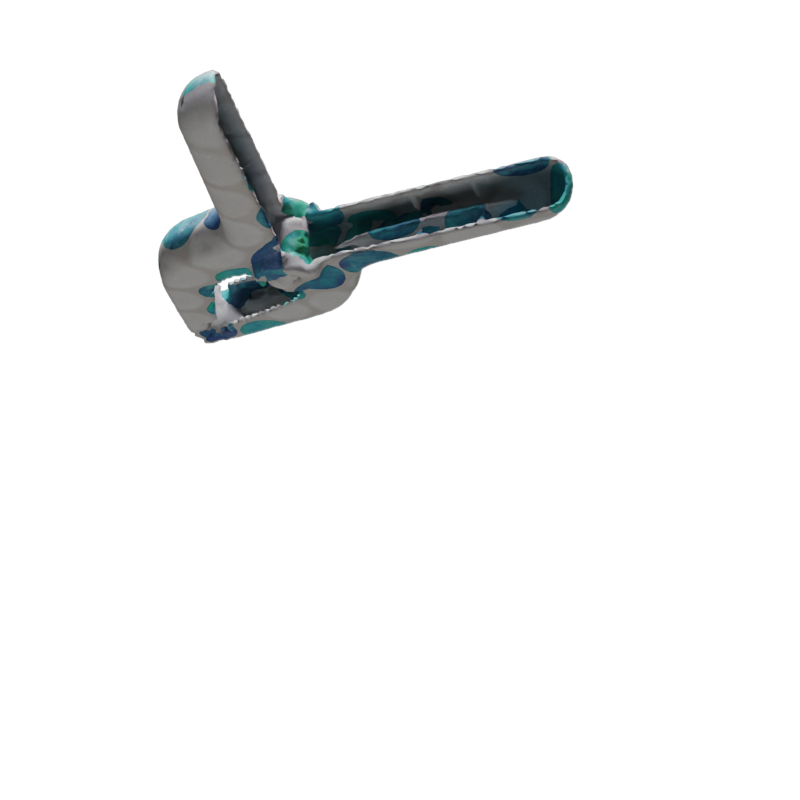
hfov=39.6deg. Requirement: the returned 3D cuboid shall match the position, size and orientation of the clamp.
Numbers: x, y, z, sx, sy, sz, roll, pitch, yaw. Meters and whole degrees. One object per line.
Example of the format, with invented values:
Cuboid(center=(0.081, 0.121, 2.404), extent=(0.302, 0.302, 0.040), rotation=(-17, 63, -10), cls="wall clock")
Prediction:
Cuboid(center=(-0.038, -0.070, 0.488), extent=(0.159, 0.038, 0.206), rotation=(7, -20, -21), cls="clamp")
